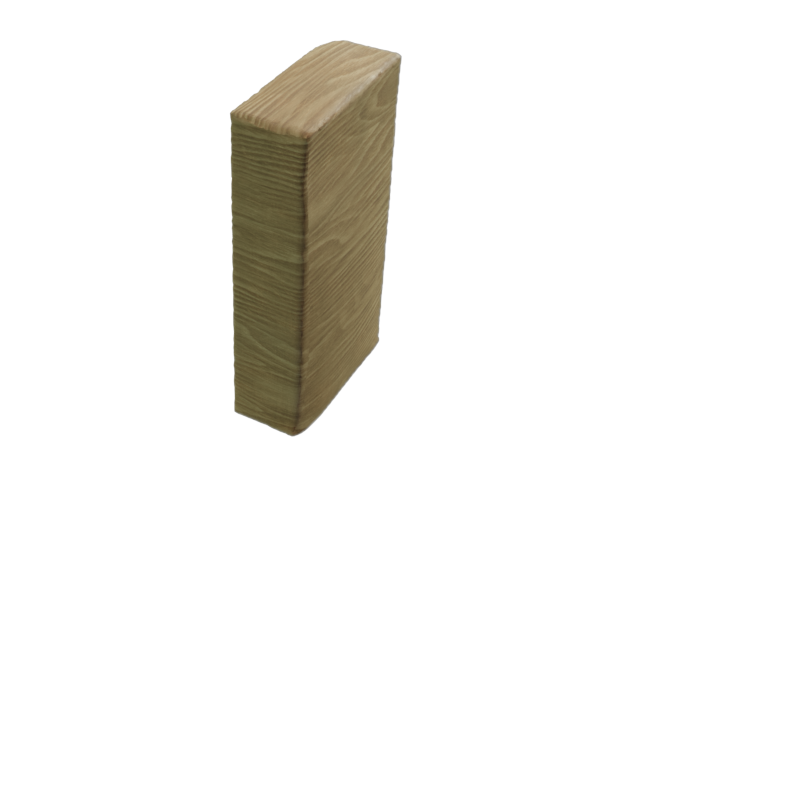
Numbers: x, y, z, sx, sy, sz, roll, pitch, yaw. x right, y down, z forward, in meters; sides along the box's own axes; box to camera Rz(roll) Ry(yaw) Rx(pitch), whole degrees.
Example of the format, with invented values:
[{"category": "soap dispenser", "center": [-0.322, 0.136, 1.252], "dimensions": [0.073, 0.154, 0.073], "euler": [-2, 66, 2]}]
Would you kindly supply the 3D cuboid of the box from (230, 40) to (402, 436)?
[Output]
[{"category": "box", "center": [-0.042, -0.077, 0.540], "dimensions": [0.050, 0.165, 0.096], "euler": [18, 40, 19]}]
